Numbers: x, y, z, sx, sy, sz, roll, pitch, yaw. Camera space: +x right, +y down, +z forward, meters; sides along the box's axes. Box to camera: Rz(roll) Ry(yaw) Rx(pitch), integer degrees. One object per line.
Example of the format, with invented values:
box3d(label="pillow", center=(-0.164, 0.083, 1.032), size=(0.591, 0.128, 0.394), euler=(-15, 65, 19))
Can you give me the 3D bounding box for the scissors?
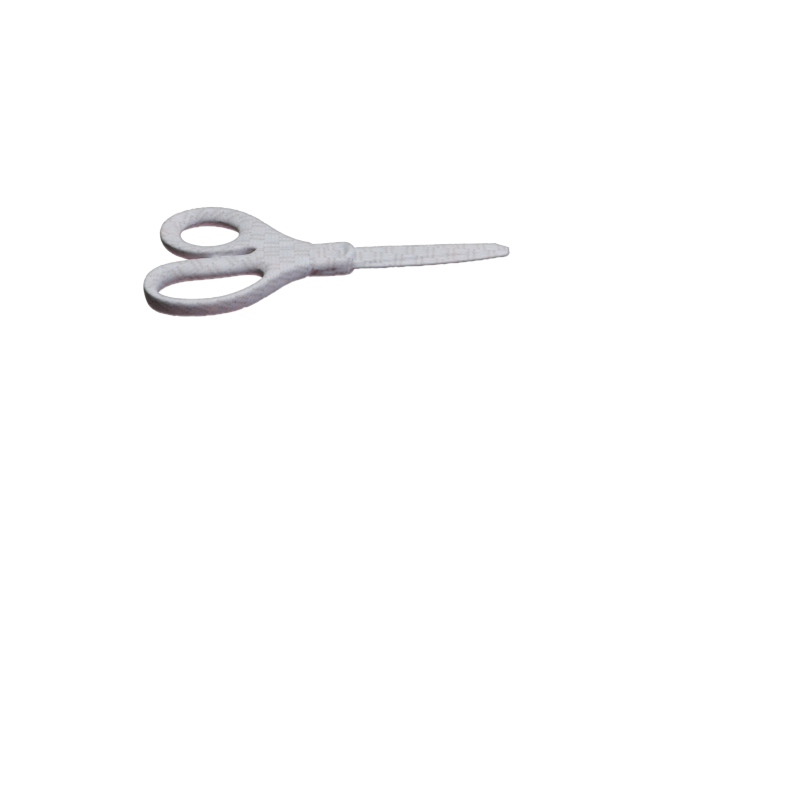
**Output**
box3d(label="scissors", center=(-0.049, -0.090, 0.631), size=(0.199, 0.015, 0.104), euler=(-15, 44, -16))
